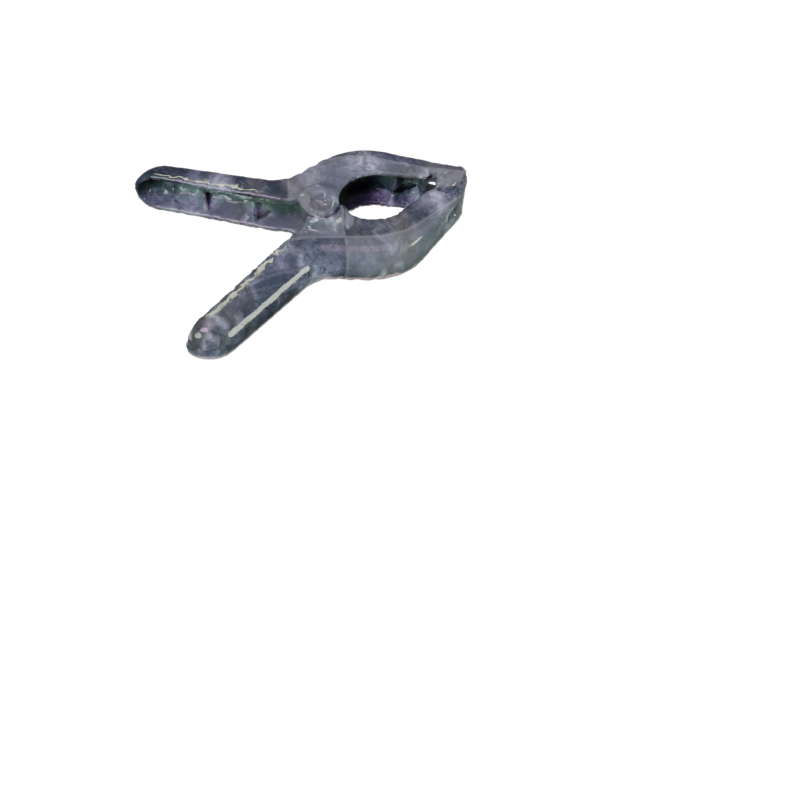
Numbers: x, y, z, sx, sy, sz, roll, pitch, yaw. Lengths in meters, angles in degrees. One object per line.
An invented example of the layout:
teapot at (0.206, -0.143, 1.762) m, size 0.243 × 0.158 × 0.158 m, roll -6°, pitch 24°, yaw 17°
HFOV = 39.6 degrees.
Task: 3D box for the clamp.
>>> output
clamp at (-0.044, -0.080, 0.560) m, size 0.170 × 0.129 × 0.037 m, roll -10°, pitch -31°, yaw -6°
